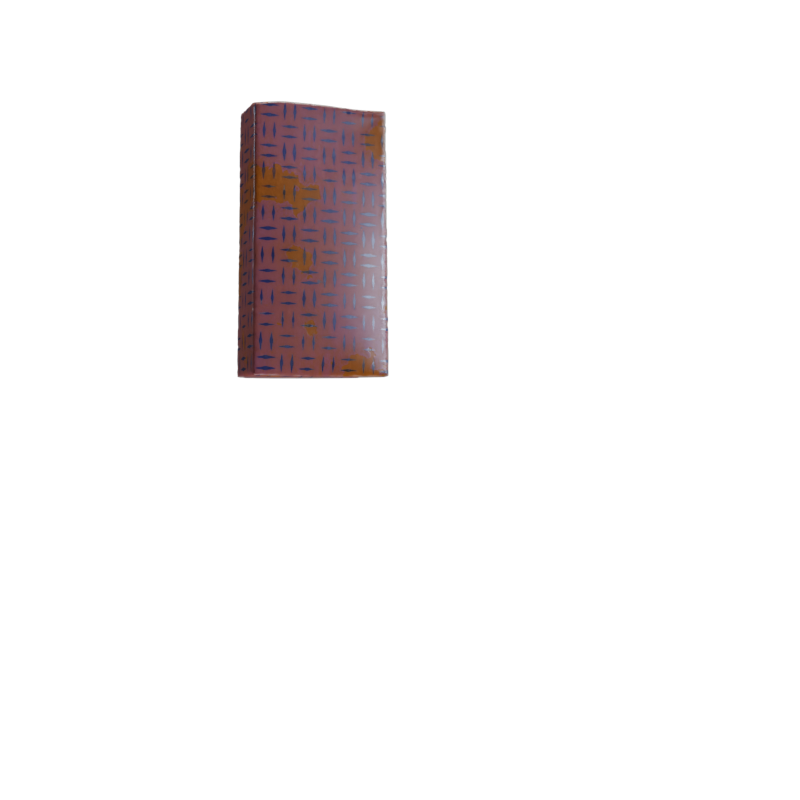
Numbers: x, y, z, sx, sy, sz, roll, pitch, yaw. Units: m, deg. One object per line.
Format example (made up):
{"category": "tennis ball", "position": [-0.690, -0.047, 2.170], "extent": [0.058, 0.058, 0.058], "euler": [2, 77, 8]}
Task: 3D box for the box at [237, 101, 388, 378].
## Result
{"category": "box", "position": [-0.056, -0.103, 0.720], "extent": [0.091, 0.179, 0.048], "euler": [2, -7, -19]}
